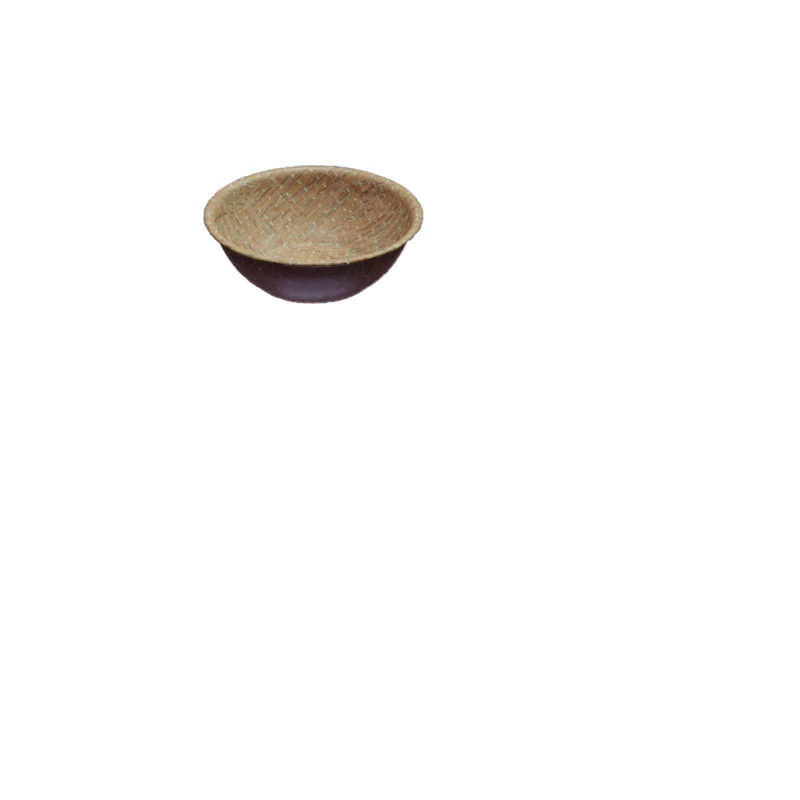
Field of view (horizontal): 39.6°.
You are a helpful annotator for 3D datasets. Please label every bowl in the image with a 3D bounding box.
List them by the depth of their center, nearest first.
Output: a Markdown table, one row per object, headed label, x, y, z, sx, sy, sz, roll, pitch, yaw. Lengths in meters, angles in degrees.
| label | x | y | z | sx | sy | sz | roll | pitch | yaw |
| --- | --- | --- | --- | --- | --- | --- | --- | --- | --- |
| bowl | -0.065 | -0.118 | 0.826 | 0.162 | 0.052 | 0.173 | -1 | 34 | -2 |
